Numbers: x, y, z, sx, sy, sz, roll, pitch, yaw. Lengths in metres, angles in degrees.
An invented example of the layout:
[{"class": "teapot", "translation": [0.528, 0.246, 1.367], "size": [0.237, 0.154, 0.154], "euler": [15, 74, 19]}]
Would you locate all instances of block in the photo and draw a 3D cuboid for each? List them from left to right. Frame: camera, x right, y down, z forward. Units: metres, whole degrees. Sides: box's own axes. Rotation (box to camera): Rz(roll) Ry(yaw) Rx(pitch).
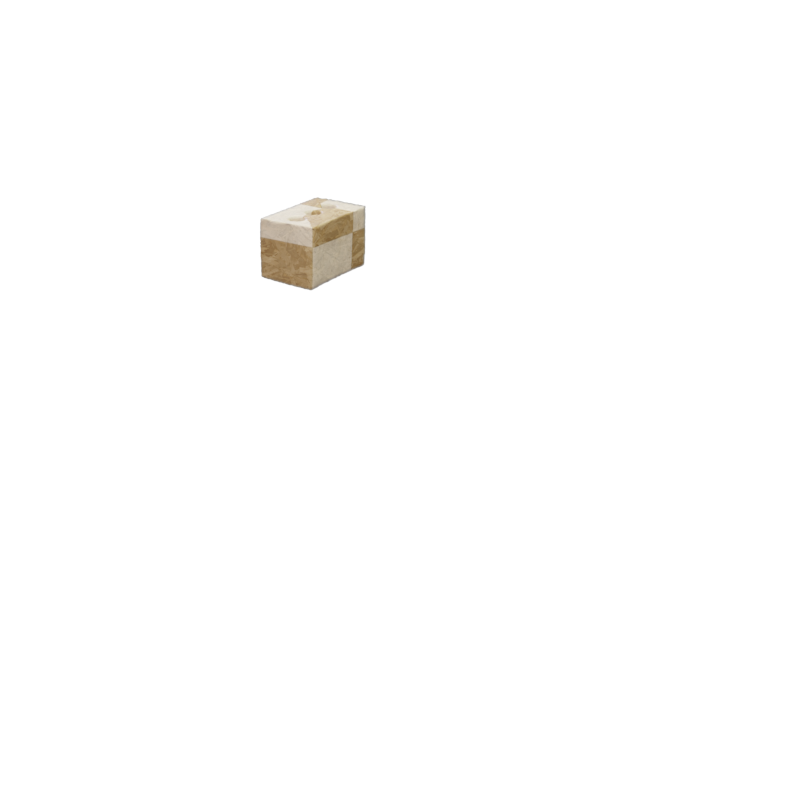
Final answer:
[{"class": "block", "translation": [-0.070, -0.128, 0.896], "size": [0.055, 0.049, 0.078], "euler": [14, 27, 29]}]
